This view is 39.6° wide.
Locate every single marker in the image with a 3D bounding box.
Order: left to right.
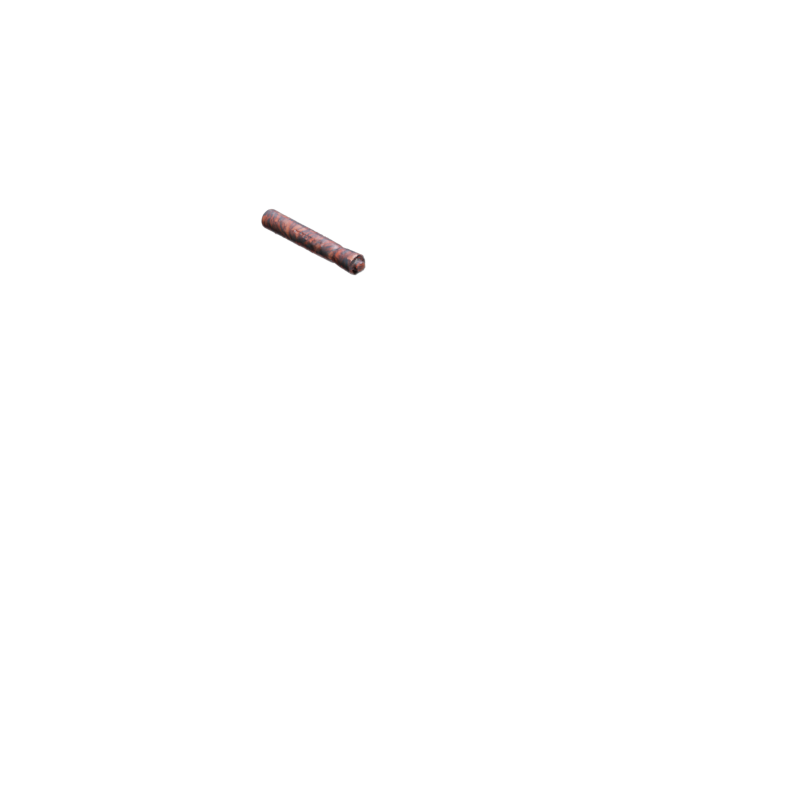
[{"bbox_3d":[-0.075,-0.136,0.954,0.019,0.019,0.129,-4,27,-46],"label":"marker"}]
